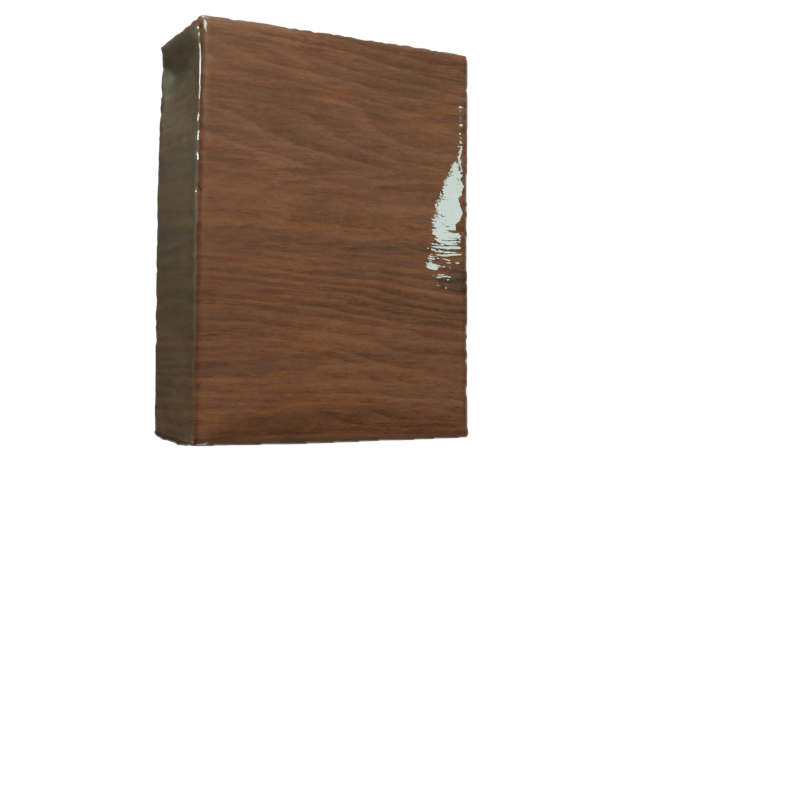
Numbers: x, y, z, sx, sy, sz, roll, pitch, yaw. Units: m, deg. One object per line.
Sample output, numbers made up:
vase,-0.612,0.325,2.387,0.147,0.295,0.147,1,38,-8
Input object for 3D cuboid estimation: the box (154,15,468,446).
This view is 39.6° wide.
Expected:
box,-0.047,-0.086,0.602,0.158,0.217,0.073,2,-5,-30
